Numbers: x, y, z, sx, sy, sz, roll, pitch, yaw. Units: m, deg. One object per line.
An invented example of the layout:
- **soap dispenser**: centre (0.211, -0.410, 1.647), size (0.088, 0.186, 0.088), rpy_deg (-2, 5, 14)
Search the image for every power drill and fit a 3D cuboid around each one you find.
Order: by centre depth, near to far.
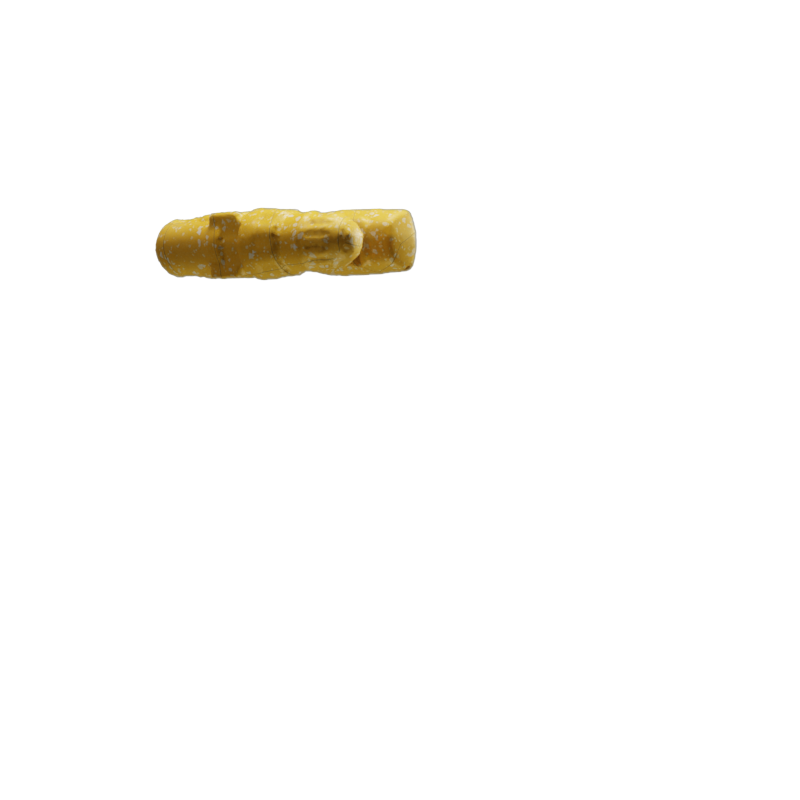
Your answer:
- **power drill**: centre (-0.068, -0.124, 0.865), size (0.192, 0.057, 0.181), rpy_deg (5, 8, 36)
